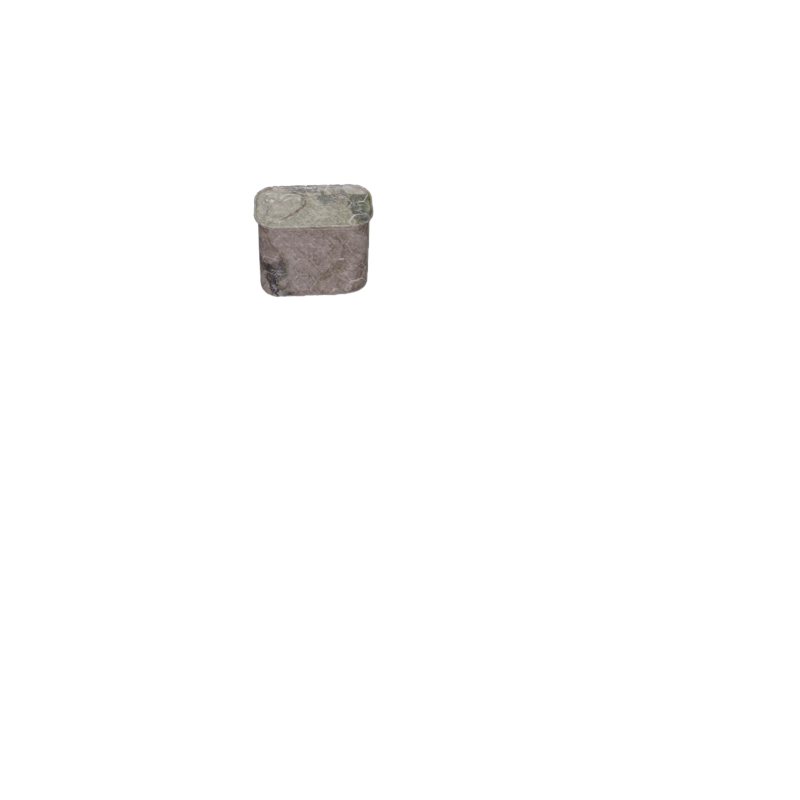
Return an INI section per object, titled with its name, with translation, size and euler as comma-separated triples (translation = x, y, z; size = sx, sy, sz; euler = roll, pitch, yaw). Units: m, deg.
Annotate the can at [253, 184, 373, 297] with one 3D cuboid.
[can]
translation = -0.076, -0.139, 0.973
size = 0.101, 0.078, 0.062
euler = -1, 44, -3
